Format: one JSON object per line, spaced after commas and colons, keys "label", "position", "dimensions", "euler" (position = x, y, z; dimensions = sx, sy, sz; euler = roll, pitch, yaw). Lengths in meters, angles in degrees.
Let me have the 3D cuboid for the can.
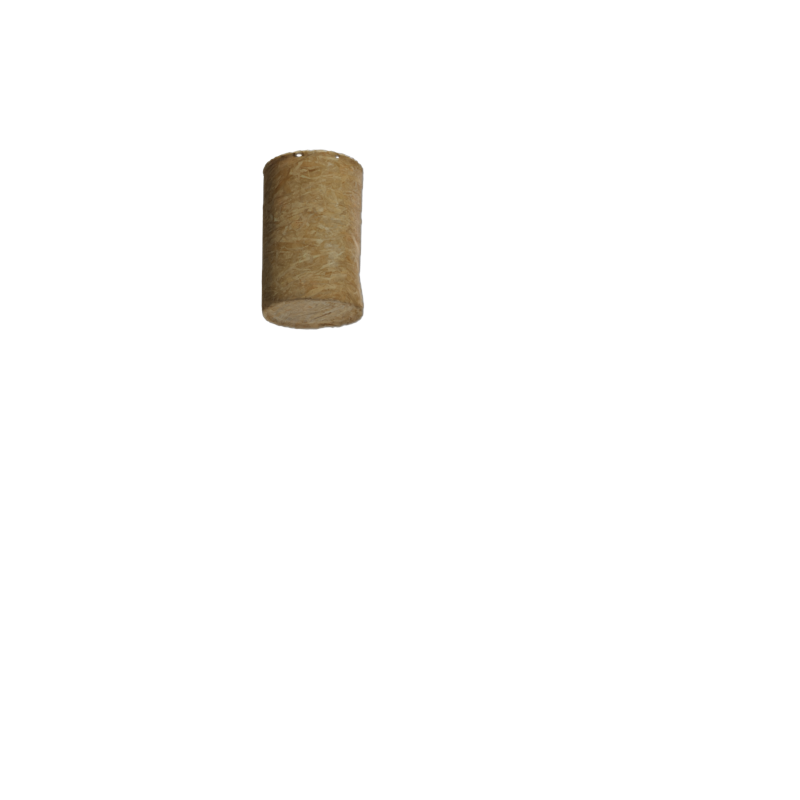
{"label": "can", "position": [-0.057, -0.104, 0.727], "dimensions": [0.068, 0.107, 0.066], "euler": [0, -18, -2]}
